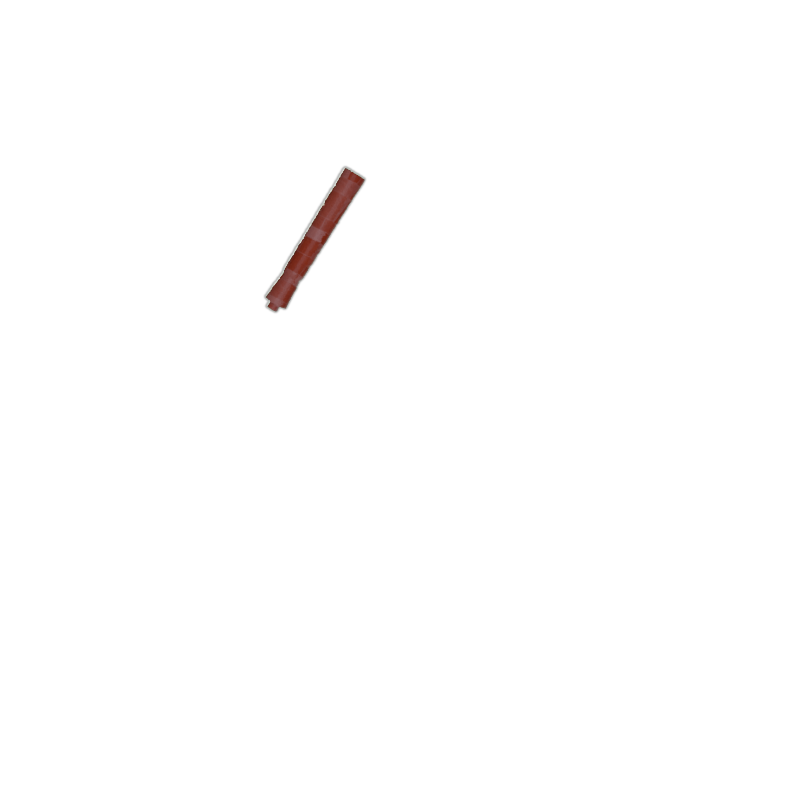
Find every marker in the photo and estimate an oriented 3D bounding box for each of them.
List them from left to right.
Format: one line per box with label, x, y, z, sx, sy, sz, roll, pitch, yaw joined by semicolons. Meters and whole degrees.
marker;-0.065;-0.119;0.833;0.019;0.120;0.020;31;5;-7
